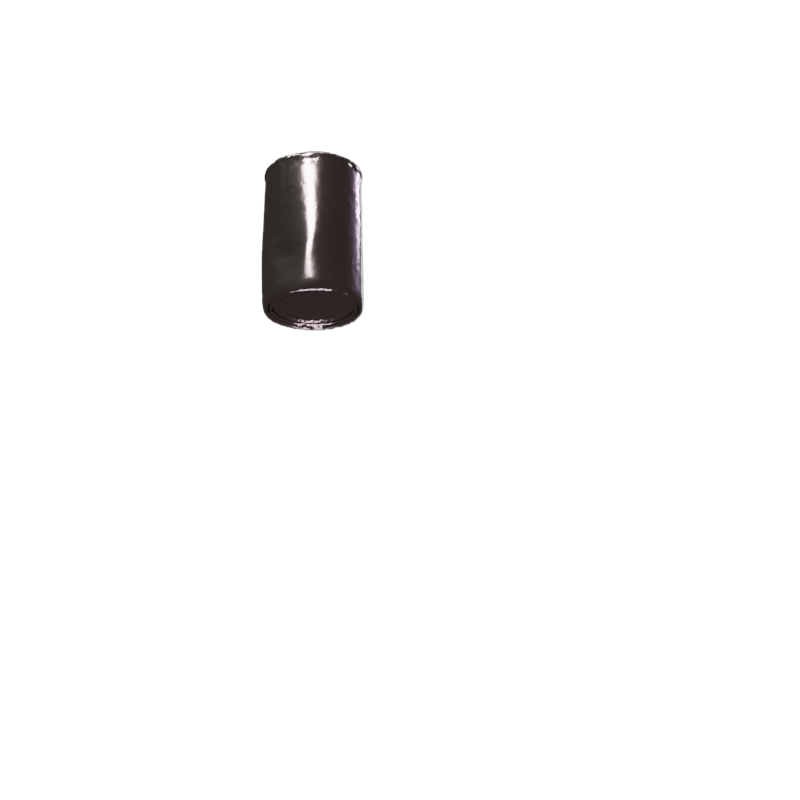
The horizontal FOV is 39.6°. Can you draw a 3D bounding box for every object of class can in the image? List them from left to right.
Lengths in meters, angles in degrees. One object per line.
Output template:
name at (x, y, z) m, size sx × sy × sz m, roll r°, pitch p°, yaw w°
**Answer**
can at (-0.058, -0.106, 0.743) m, size 0.068 × 0.108 × 0.065 m, roll 0°, pitch -25°, yaw -2°
